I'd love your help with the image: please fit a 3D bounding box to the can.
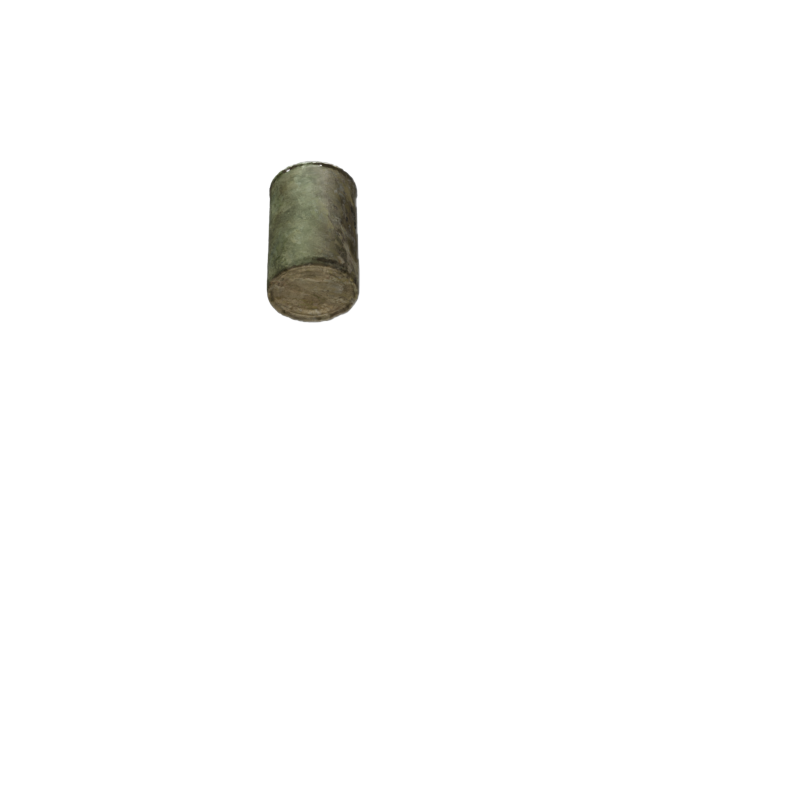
[{"bbox_3d":[-0.064,-0.117,0.818,0.068,0.110,0.064,-1,-38,-3],"label":"can"}]
